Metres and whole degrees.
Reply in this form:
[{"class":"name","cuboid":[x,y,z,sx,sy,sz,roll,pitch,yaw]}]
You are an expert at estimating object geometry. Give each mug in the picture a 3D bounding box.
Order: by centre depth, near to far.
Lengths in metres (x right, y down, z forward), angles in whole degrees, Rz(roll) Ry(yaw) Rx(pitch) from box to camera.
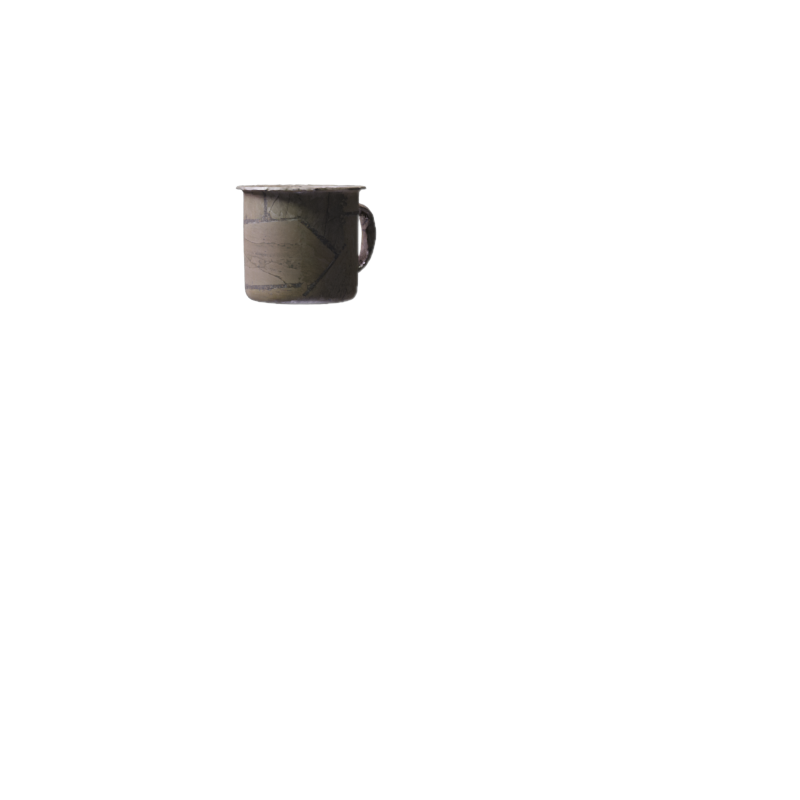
[{"class":"mug","cuboid":[-0.063,-0.114,0.802,0.098,0.080,0.114,8,13,43]}]
